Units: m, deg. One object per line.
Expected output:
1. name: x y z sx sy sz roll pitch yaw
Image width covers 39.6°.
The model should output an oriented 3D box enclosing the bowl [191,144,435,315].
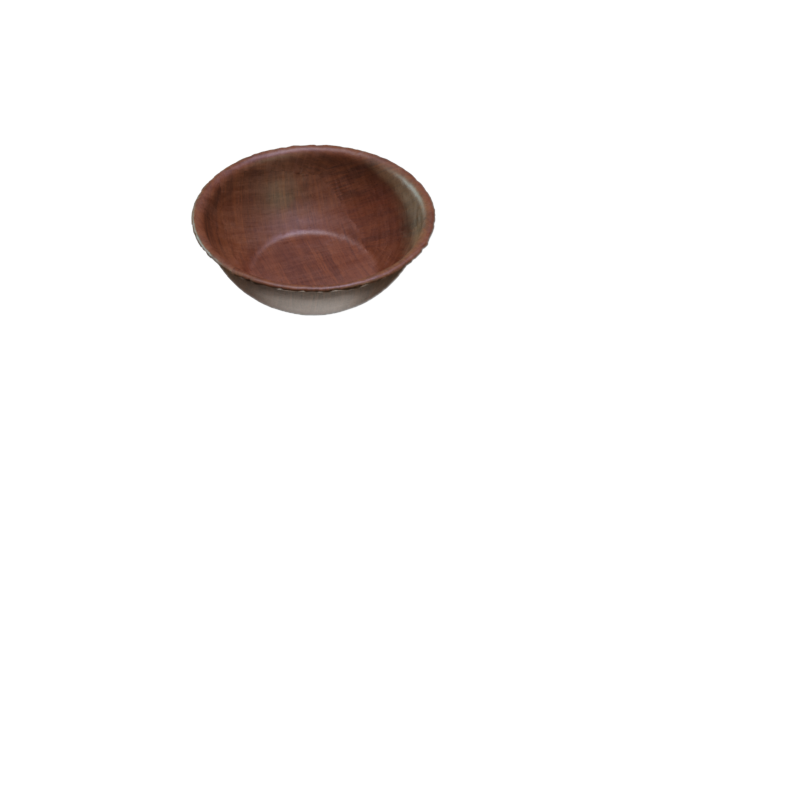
1. bowl: -0.059 -0.107 0.752 0.162 0.051 0.174 -1 43 -1
